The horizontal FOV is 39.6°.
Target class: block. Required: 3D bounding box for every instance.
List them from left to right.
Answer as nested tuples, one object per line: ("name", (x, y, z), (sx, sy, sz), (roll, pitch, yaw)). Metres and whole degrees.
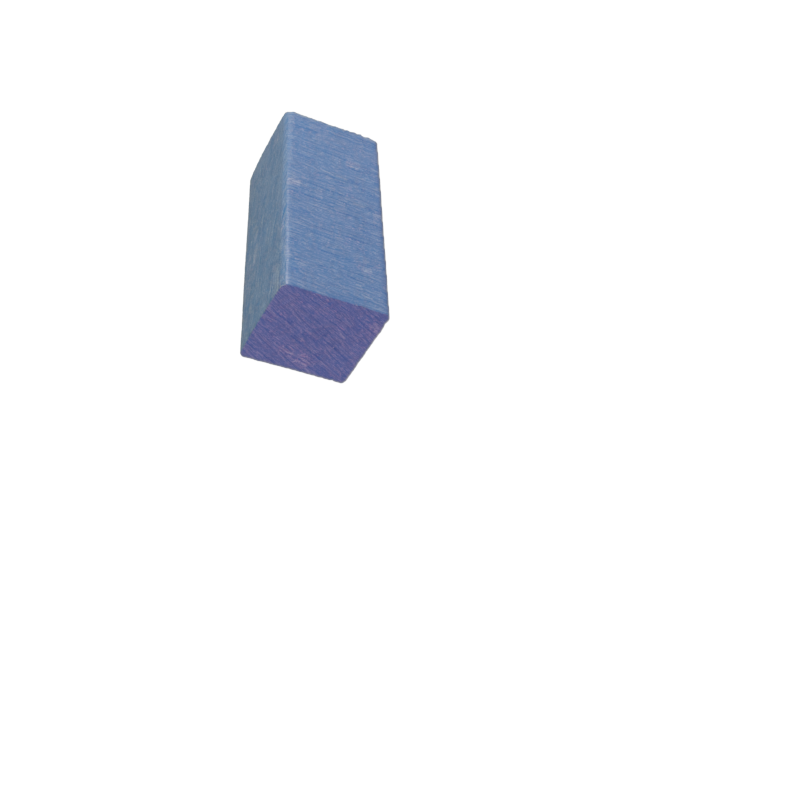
("block", (-0.071, -0.131, 0.911), (0.088, 0.221, 0.087), (16, -46, -20))
